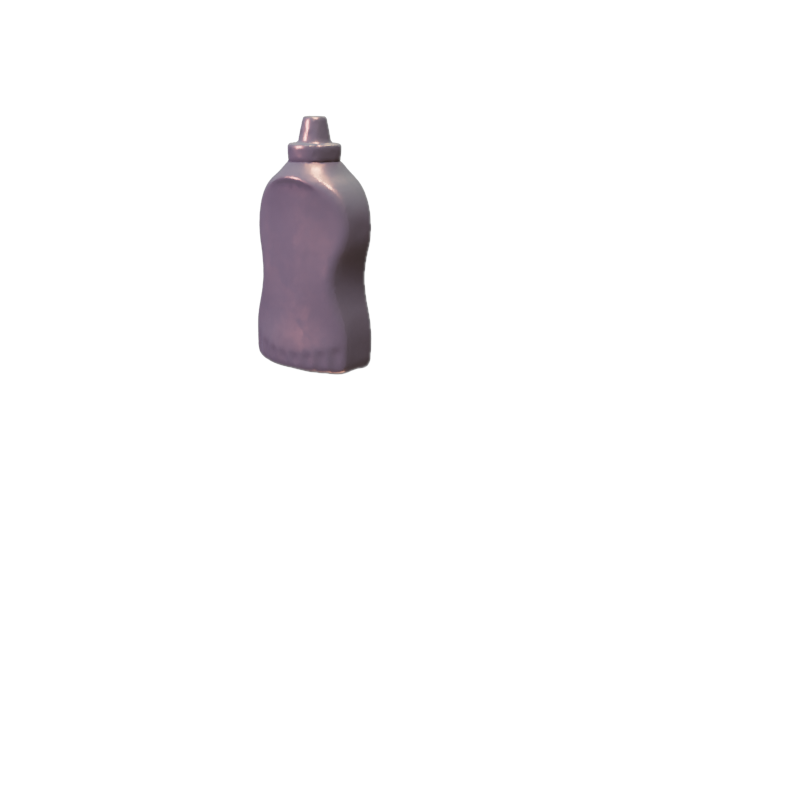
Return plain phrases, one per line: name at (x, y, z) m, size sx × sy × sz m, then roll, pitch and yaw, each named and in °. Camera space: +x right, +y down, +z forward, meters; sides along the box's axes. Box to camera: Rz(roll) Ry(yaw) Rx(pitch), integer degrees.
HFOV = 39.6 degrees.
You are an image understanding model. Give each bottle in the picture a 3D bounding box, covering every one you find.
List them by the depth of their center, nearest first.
bottle at (-0.066, -0.122, 0.852) m, size 0.101 × 0.187 × 0.057 m, roll 10°, pitch 13°, yaw 42°
